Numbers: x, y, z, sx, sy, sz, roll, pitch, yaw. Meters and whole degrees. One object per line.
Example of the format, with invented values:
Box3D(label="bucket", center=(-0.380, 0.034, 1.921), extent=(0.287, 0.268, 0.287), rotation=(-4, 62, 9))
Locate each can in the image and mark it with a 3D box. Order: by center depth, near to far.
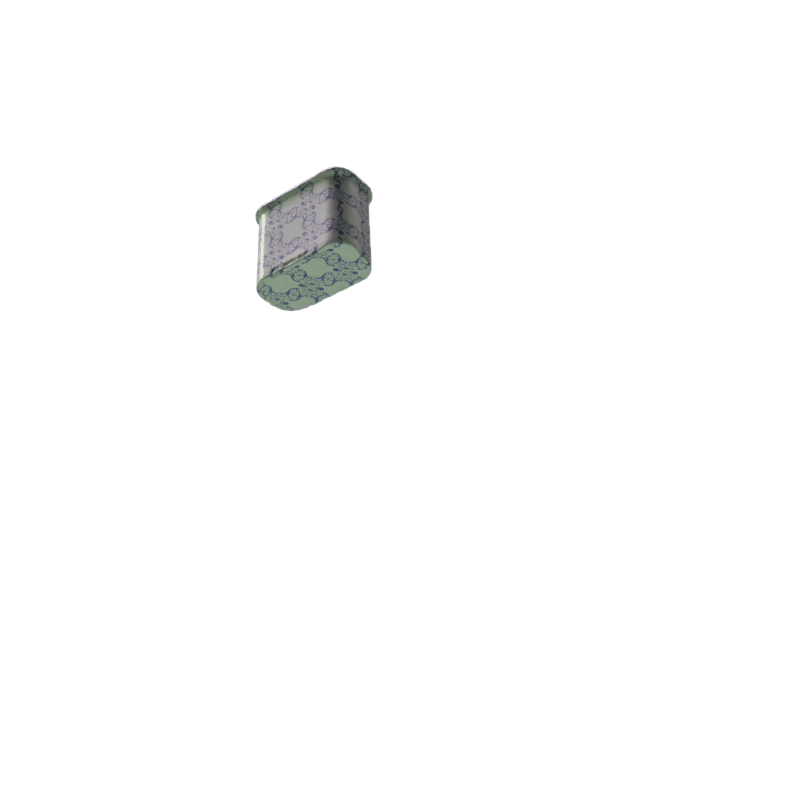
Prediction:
Box3D(label="can", center=(-0.071, -0.130, 0.913), extent=(0.102, 0.090, 0.053), rotation=(-25, -44, 27))
